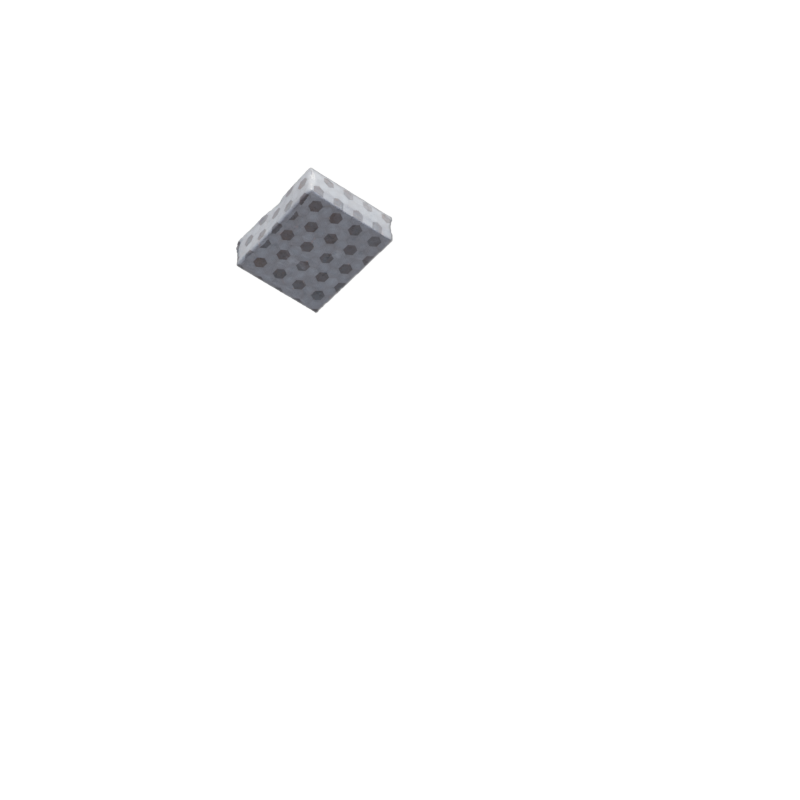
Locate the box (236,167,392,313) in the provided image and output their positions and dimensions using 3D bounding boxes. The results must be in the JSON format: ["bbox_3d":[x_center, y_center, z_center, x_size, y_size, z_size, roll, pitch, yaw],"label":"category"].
[{"bbox_3d":[-0.061,-0.111,0.777,0.069,0.032,0.088,31,-54,-27],"label":"box"}]
